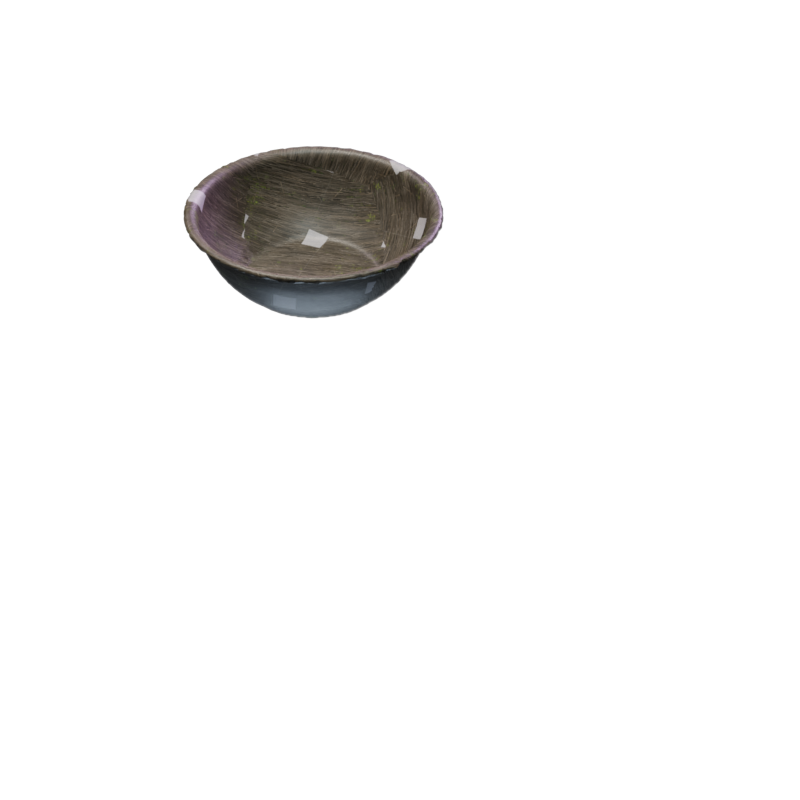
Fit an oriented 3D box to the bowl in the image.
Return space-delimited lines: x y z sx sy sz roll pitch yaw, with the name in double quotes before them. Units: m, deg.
"bowl" -0.055 -0.100 0.703 0.162 0.051 0.173 -1 38 -2
